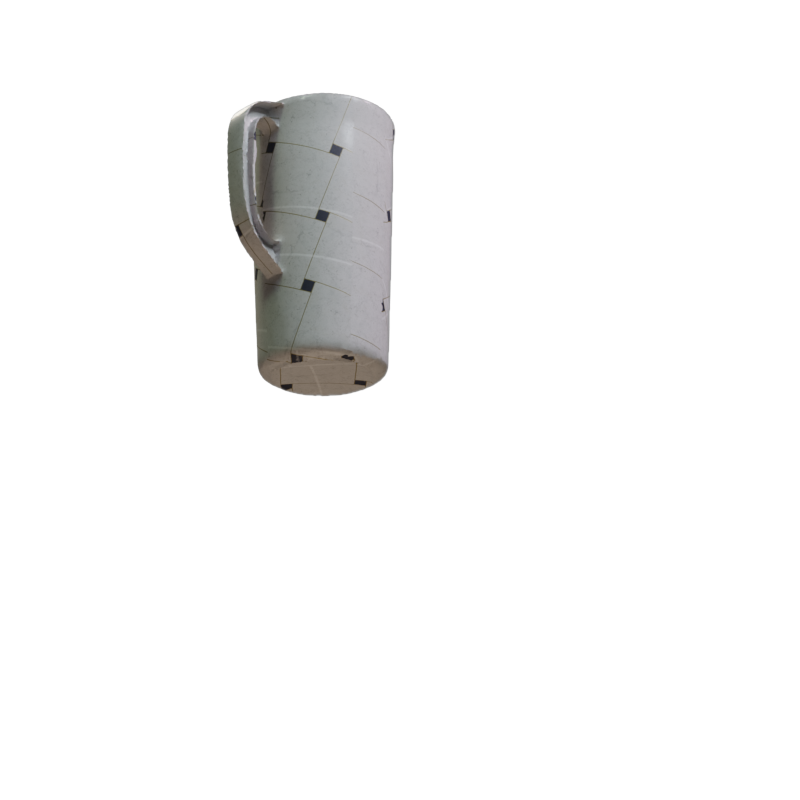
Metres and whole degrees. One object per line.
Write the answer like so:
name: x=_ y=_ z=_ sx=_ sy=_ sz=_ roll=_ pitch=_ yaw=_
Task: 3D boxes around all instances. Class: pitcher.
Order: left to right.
pitcher: x=-0.075 y=-0.136 z=0.953 sx=0.148 sy=0.257 sz=0.138 roll=1 pitch=-24 yaw=-5
